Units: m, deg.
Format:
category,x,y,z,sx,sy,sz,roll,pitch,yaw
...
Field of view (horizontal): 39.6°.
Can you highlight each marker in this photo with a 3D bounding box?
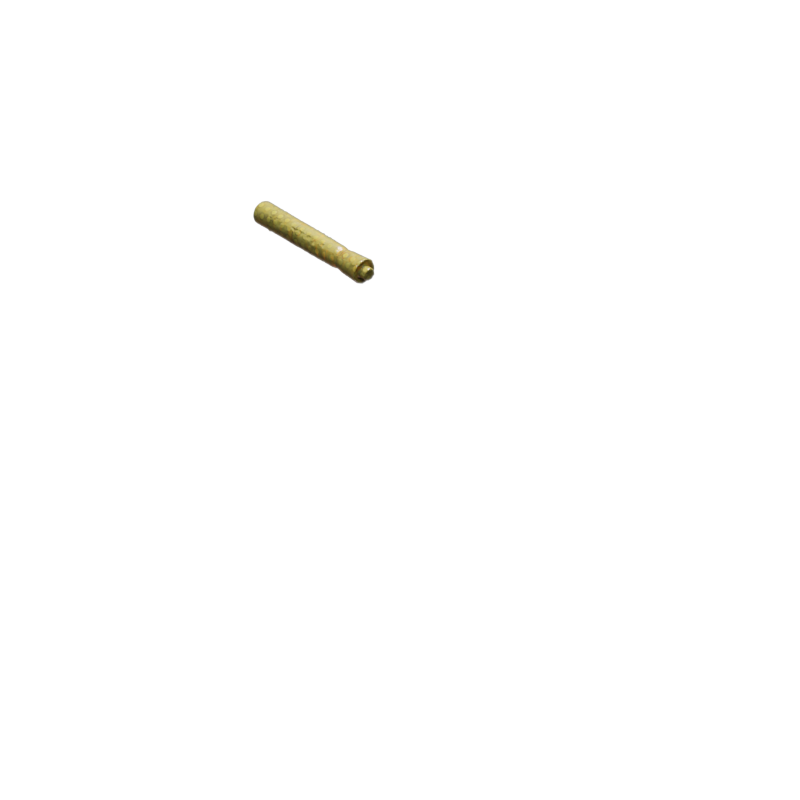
category,x,y,z,sx,sy,sz,roll,pitch,yaw
marker,-0.063,-0.114,0.800,0.019,0.019,0.130,-3,28,-44
